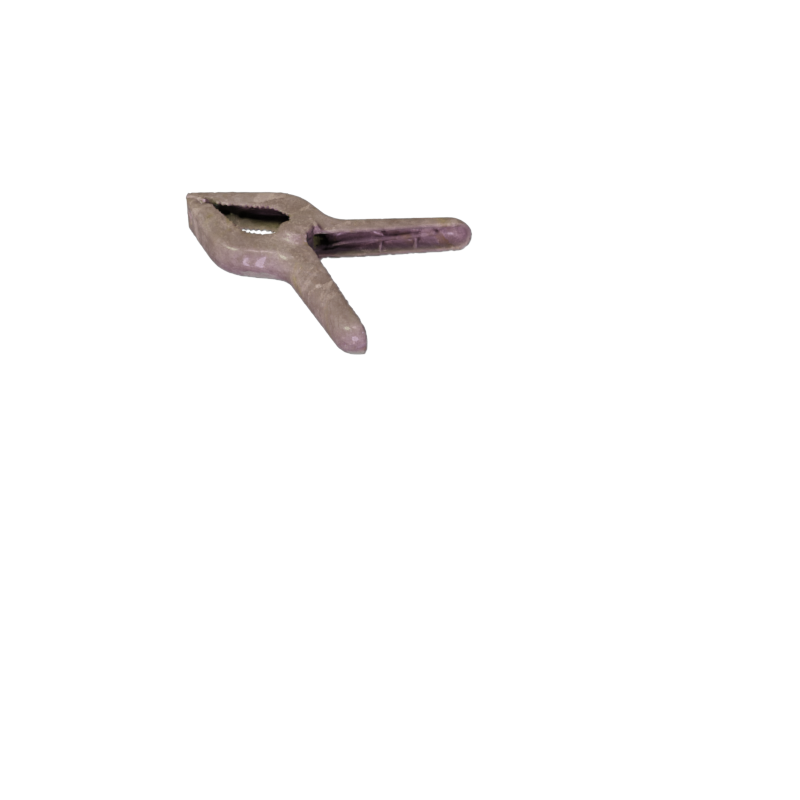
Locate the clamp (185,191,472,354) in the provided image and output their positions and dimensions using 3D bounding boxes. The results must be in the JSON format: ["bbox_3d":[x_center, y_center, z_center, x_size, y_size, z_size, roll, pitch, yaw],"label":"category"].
[{"bbox_3d":[-0.063,-0.116,0.810,0.222,0.034,0.166,25,44,29],"label":"clamp"}]
